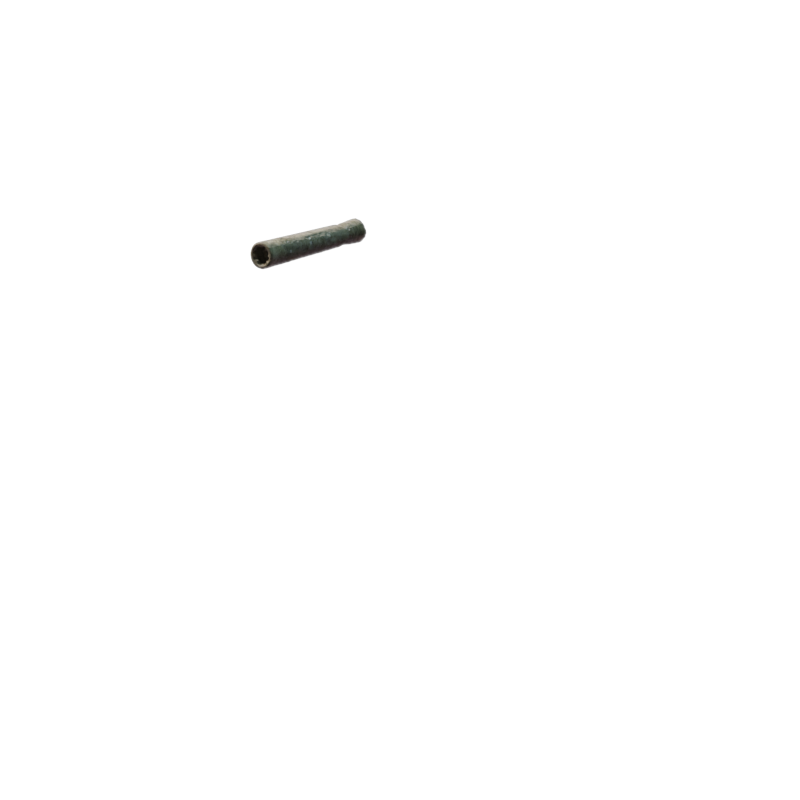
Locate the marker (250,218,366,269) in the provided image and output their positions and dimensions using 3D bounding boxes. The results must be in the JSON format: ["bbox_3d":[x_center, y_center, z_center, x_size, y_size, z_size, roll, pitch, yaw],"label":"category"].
[{"bbox_3d":[-0.063,-0.114,0.799,0.020,0.019,0.119,3,17,33],"label":"marker"}]
